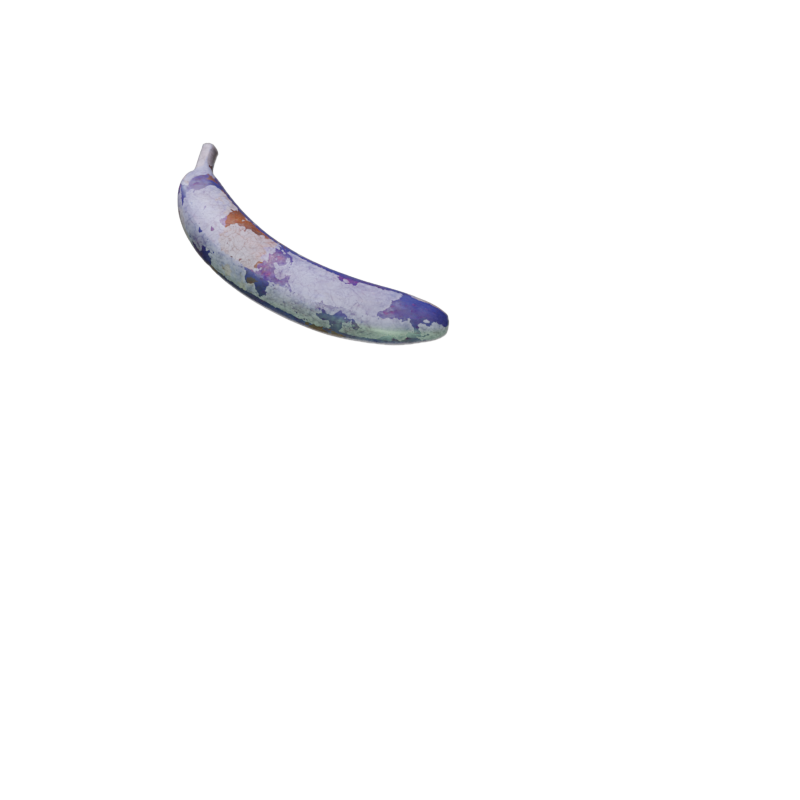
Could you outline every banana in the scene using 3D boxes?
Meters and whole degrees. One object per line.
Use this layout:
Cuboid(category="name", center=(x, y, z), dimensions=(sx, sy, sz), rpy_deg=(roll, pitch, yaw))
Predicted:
Cuboid(category="banana", center=(-0.066, -0.083, 0.652), dimensions=(0.207, 0.071, 0.035), rpy_deg=(38, -21, 17))
